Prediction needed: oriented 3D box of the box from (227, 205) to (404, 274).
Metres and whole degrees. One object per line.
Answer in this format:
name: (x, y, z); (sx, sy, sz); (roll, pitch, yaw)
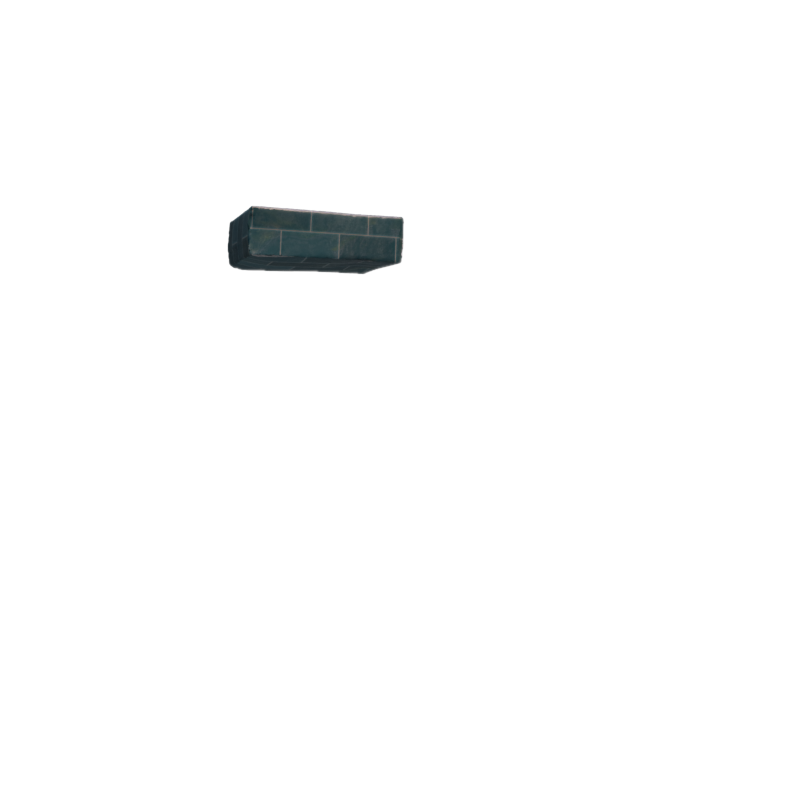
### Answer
box: (-0.063, -0.116, 0.809); (0.111, 0.039, 0.091); (0, -1, -16)
